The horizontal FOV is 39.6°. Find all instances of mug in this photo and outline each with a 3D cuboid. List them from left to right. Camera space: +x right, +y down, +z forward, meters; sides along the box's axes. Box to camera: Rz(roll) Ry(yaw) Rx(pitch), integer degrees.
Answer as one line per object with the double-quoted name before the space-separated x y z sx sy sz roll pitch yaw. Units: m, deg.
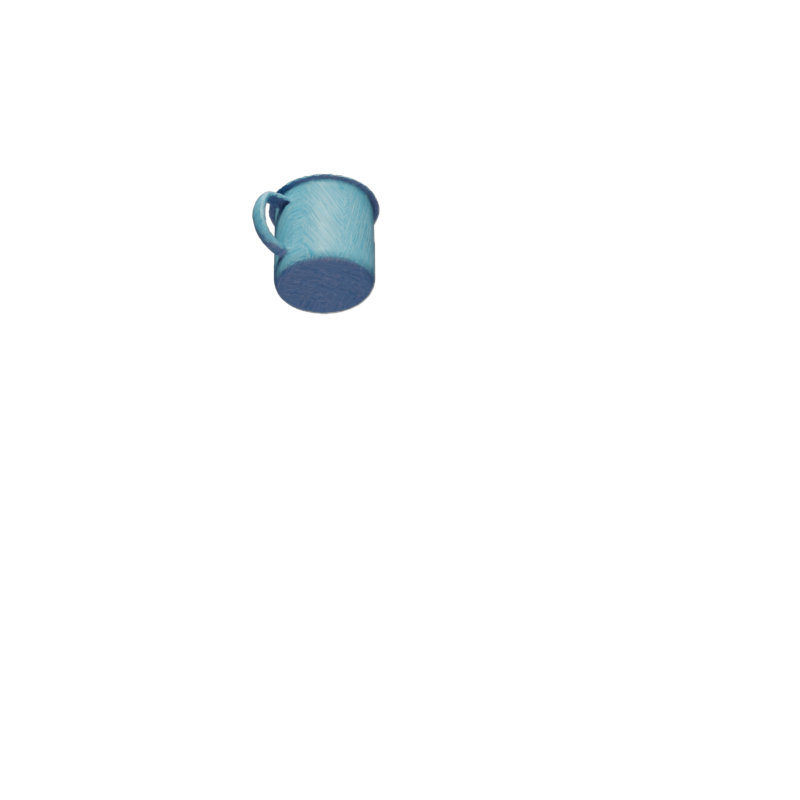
"mug" -0.070 -0.128 0.900 0.110 0.087 0.093 27 -44 -35
